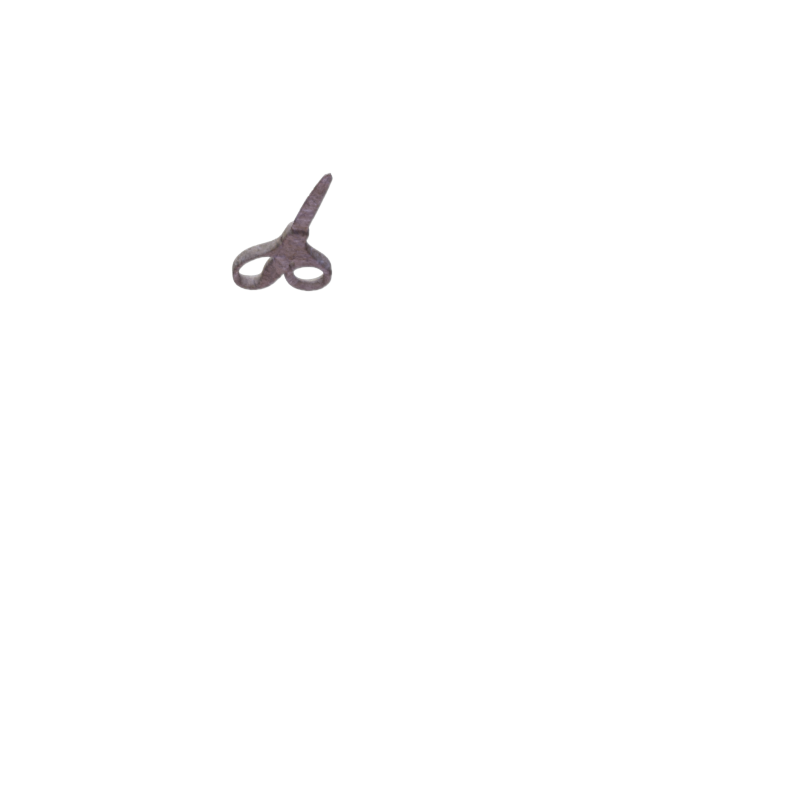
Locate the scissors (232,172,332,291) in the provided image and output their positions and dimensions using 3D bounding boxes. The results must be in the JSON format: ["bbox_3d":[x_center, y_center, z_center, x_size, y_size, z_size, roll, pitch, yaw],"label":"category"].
[{"bbox_3d":[-0.073,-0.132,0.926,0.092,0.017,0.200,13,-24,-31],"label":"scissors"}]
